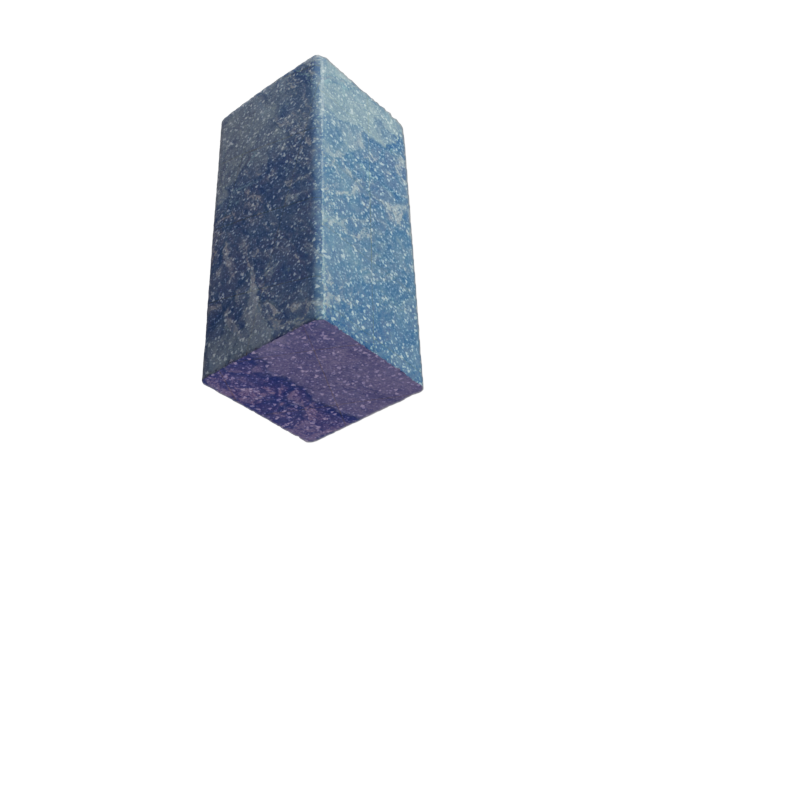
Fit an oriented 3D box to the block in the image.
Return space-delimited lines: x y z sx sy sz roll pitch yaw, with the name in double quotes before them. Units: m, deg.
"block" -0.052 -0.096 0.669 0.090 0.221 0.084 -28 -44 29
